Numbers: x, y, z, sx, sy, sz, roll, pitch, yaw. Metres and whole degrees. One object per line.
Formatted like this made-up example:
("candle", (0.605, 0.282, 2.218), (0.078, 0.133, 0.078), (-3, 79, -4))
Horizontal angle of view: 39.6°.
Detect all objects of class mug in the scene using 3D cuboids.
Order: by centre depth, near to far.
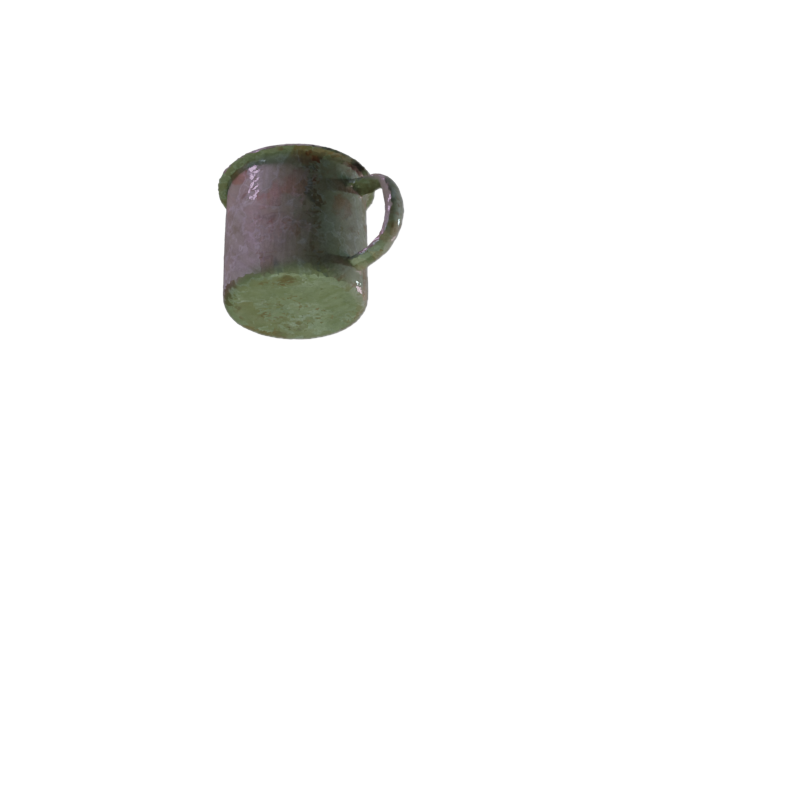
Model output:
("mug", (-0.049, -0.090, 0.630), (0.119, 0.087, 0.086), (-16, -32, 27))
